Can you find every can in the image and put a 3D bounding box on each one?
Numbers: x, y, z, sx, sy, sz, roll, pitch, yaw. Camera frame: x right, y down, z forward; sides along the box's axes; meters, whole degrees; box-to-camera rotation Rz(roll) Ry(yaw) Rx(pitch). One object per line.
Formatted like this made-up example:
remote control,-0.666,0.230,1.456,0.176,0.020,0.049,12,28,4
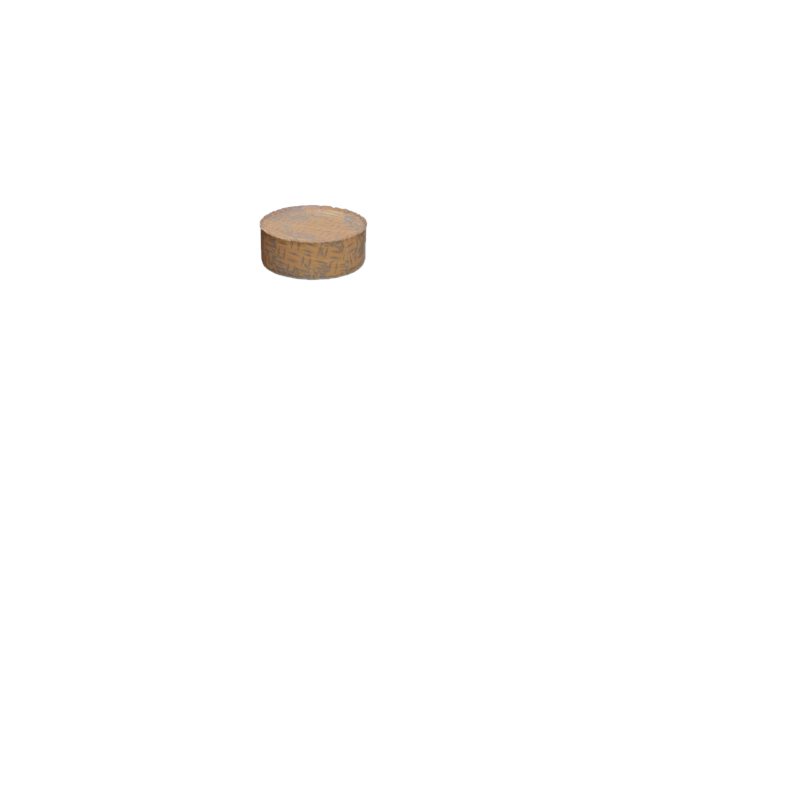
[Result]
can,-0.069,-0.127,0.887,0.086,0.032,0.091,-1,27,-2
